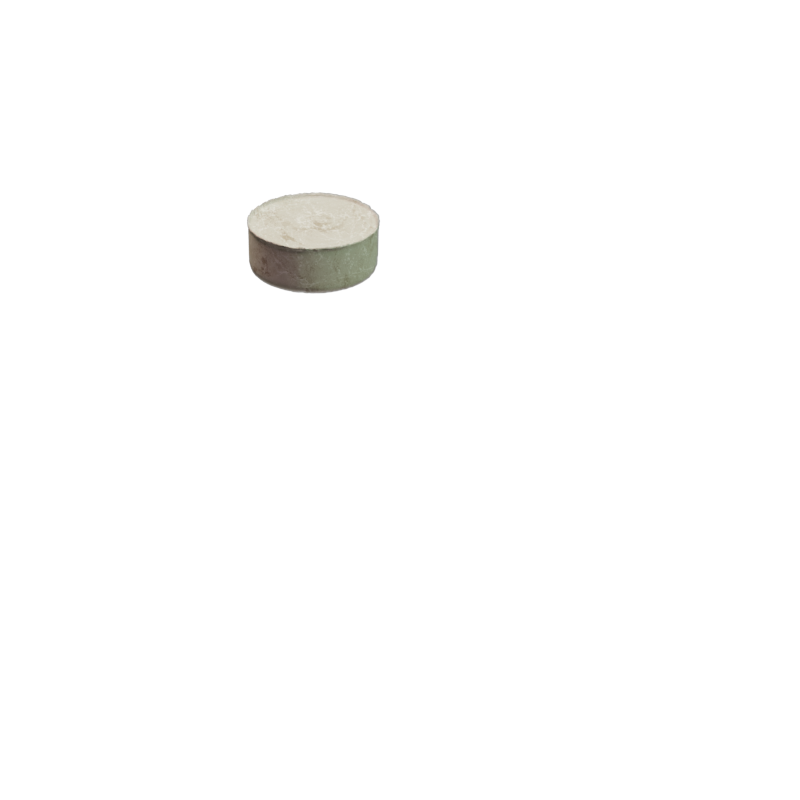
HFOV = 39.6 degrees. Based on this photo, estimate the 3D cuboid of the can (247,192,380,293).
[{"bbox_3d":[-0.057,-0.103,0.722,0.086,0.032,0.091,-1,32,-2],"label":"can"}]
